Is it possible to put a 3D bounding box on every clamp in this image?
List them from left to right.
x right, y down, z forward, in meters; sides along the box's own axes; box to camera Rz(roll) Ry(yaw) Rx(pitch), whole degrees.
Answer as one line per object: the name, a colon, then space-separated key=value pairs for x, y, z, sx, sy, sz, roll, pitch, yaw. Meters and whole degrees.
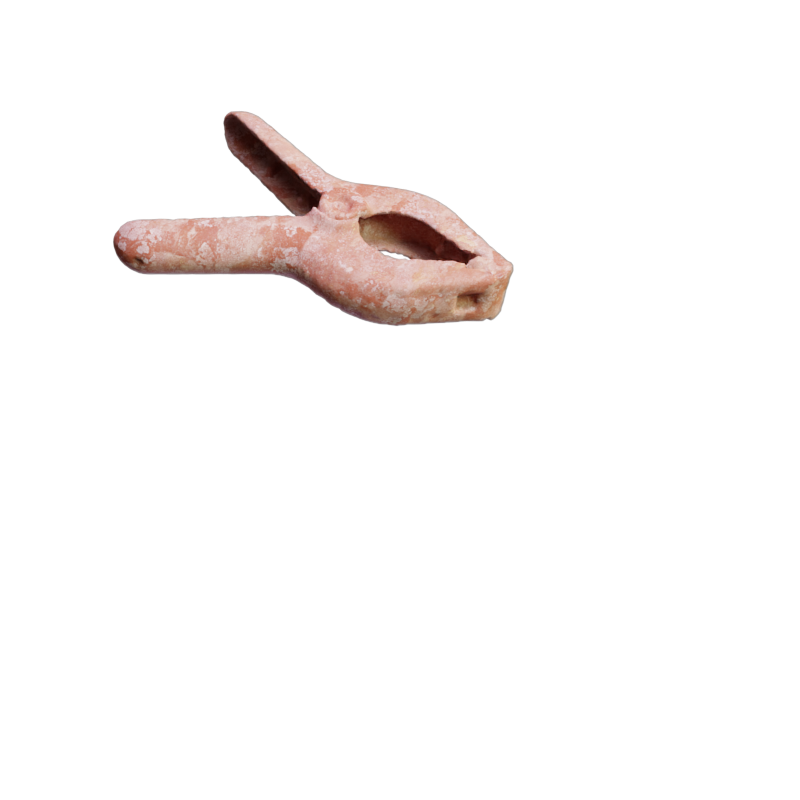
clamp: x=-0.039 y=-0.071 z=0.500 sx=0.179 sy=0.036 sz=0.123 roll=24 pitch=52 yaw=21
